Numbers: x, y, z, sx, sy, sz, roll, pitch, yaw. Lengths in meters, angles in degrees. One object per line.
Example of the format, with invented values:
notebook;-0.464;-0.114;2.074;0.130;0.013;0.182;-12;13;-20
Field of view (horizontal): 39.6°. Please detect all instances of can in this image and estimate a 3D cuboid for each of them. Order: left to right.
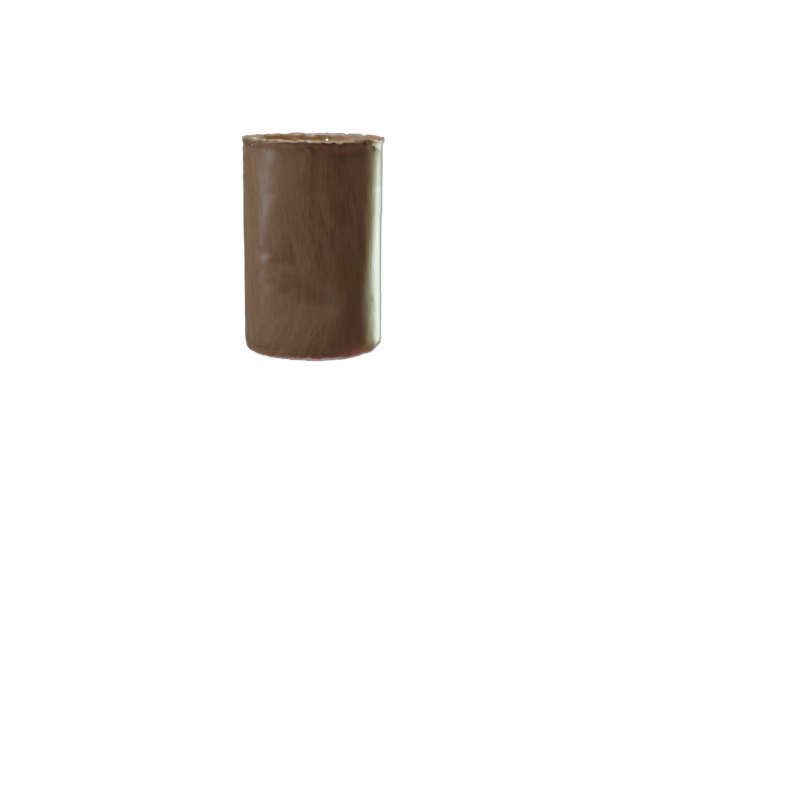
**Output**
can;-0.042;-0.076;0.534;0.068;0.100;0.070;0;11;-2
